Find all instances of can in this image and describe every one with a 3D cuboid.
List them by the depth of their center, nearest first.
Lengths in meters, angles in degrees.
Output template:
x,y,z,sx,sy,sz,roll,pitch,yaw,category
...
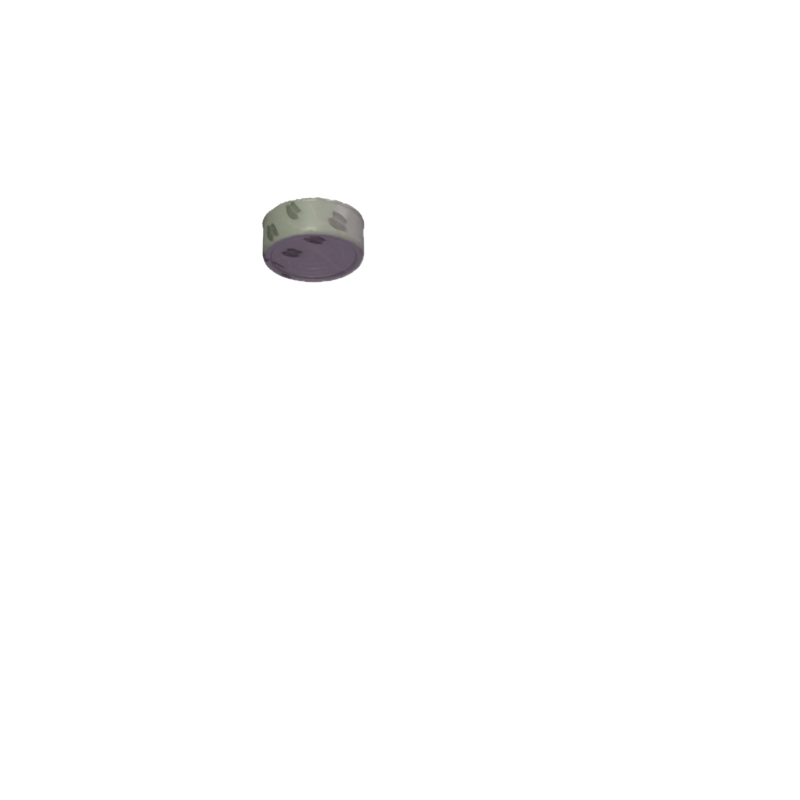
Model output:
x,y,z,sx,sy,sz,roll,pitch,yaw,category
-0.072,-0.132,0.922,0.086,0.036,0.081,1,-25,-2,can
